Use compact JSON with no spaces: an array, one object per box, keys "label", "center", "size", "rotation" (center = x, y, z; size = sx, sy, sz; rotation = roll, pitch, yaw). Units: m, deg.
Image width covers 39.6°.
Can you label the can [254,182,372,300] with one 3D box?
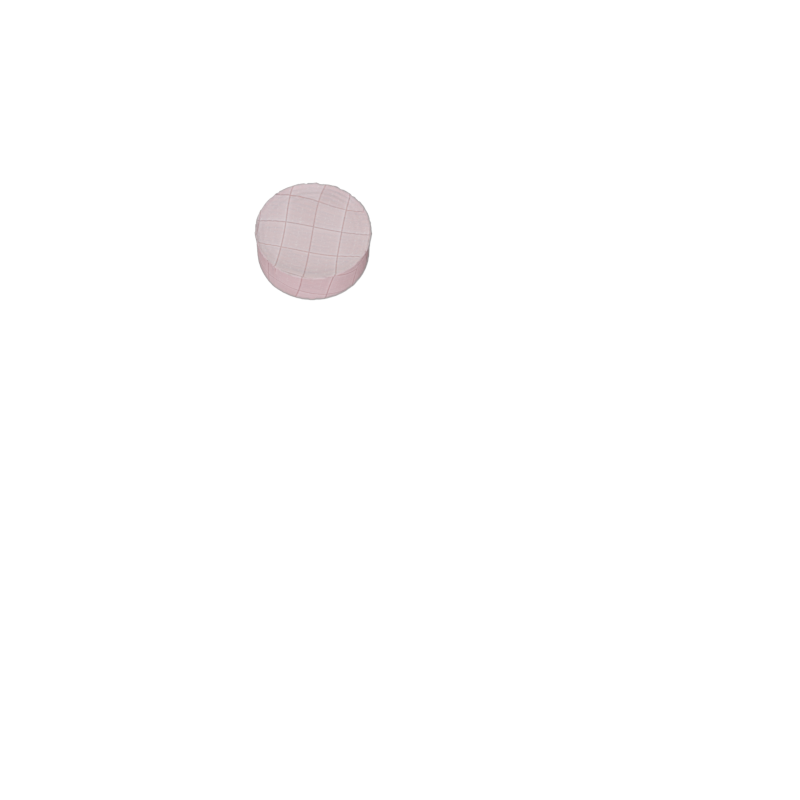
[{"label":"can","center":[-0.064,-0.118,0.824],"size":[0.086,0.092,0.031],"rotation":[-1,-31,-1]}]
